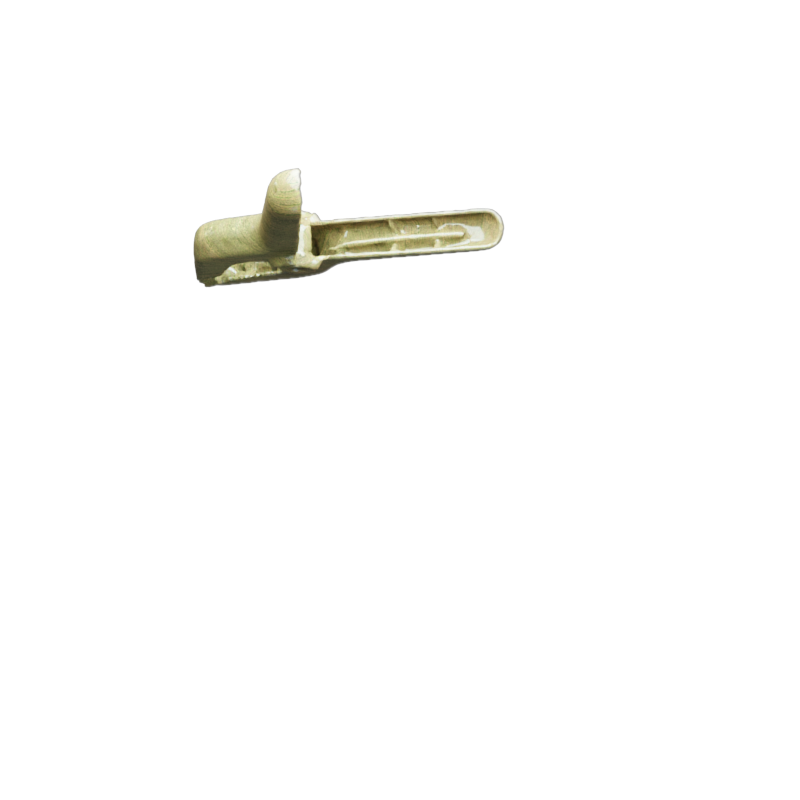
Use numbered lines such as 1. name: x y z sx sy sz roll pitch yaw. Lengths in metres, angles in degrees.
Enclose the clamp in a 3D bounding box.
1. clamp: -0.053 -0.097 0.682 0.158 0.037 0.214 4 -6 -35
